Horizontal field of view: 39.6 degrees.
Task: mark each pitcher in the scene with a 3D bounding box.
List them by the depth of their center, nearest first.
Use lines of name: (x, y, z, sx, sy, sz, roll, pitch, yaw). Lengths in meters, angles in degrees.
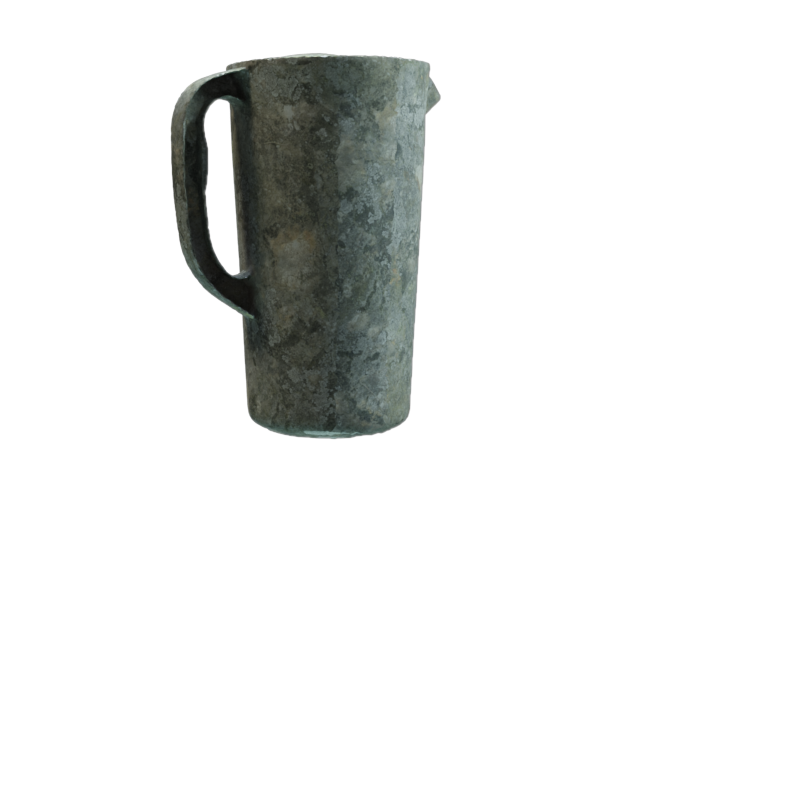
pitcher: (-0.057, -0.103, 0.724, 0.152, 0.241, 0.143, 2, 5, 14)
